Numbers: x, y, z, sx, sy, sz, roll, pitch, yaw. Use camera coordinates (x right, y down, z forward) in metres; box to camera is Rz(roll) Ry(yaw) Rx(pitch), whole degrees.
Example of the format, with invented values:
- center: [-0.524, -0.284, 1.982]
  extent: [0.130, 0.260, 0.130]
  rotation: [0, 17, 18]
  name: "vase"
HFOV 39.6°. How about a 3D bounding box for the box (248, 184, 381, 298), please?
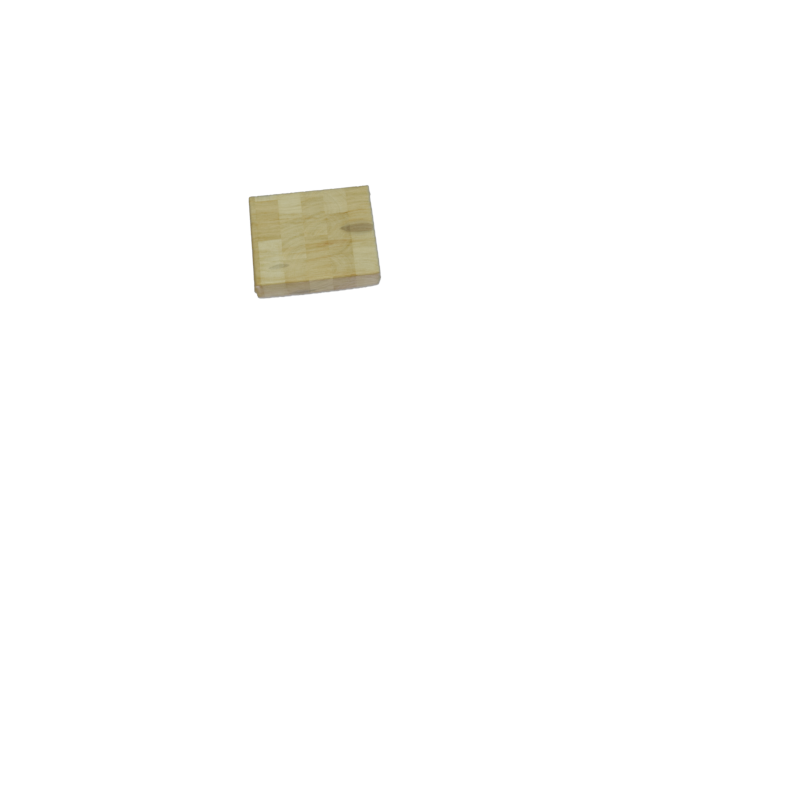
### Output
- center: [-0.078, -0.143, 1.000]
  extent: [0.113, 0.095, 0.037]
  rotation: [-6, -24, -3]
  name: "box"
